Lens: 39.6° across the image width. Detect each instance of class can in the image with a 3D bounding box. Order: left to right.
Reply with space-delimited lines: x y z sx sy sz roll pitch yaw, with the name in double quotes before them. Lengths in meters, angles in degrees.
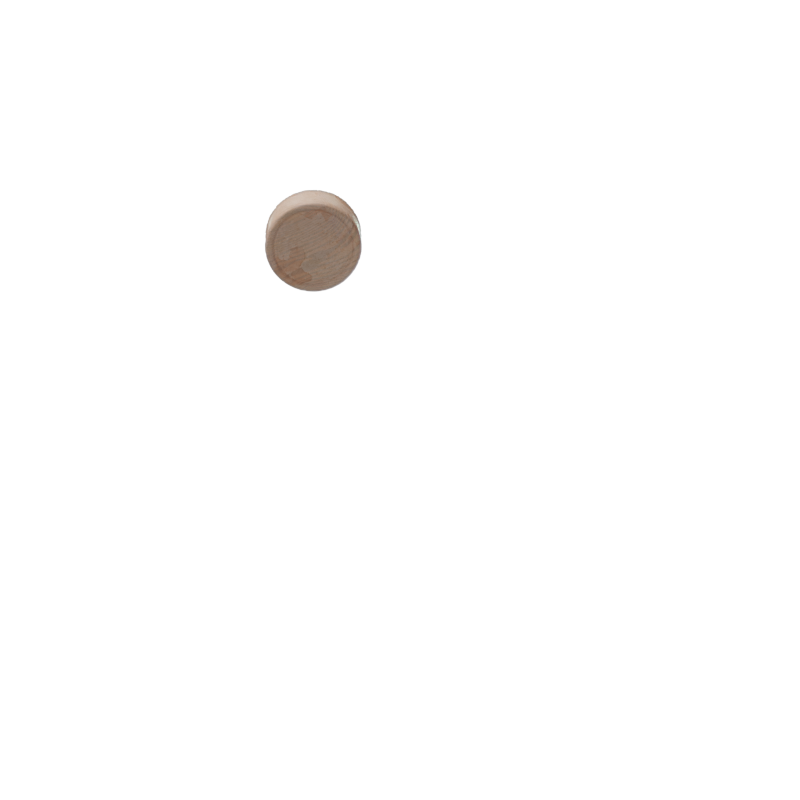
"can" -0.077 -0.140 0.979 0.086 0.082 0.035 1 23 -1
